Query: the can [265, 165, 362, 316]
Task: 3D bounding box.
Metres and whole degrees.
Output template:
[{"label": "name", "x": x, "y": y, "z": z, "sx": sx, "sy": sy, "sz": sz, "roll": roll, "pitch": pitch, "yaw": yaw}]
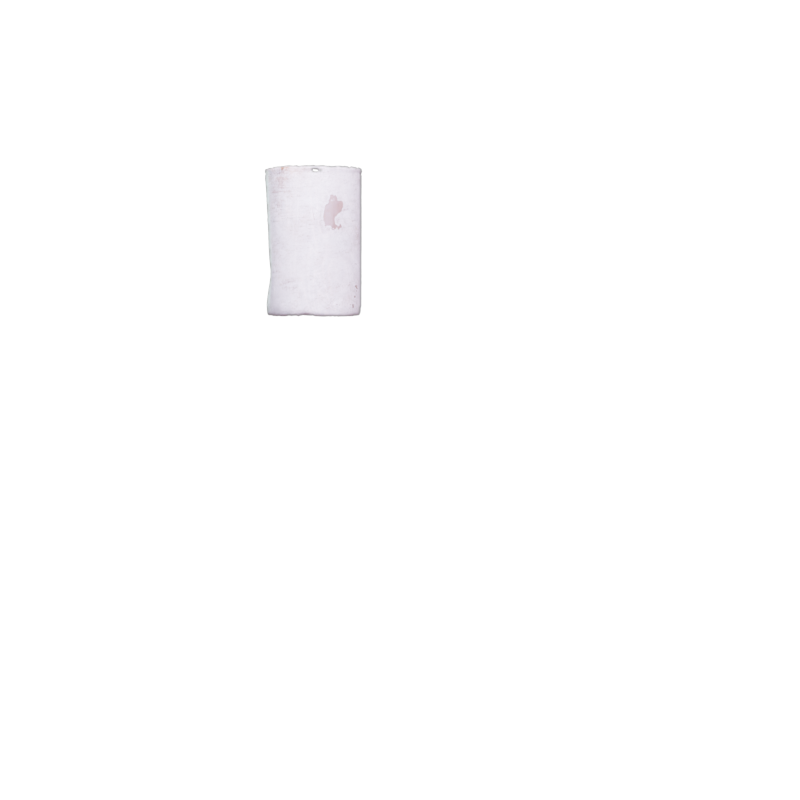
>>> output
[{"label": "can", "x": -0.061, "y": -0.111, "z": 0.774, "sx": 0.068, "sy": 0.102, "sz": 0.069, "roll": 0, "pitch": 1, "yaw": -2}]
